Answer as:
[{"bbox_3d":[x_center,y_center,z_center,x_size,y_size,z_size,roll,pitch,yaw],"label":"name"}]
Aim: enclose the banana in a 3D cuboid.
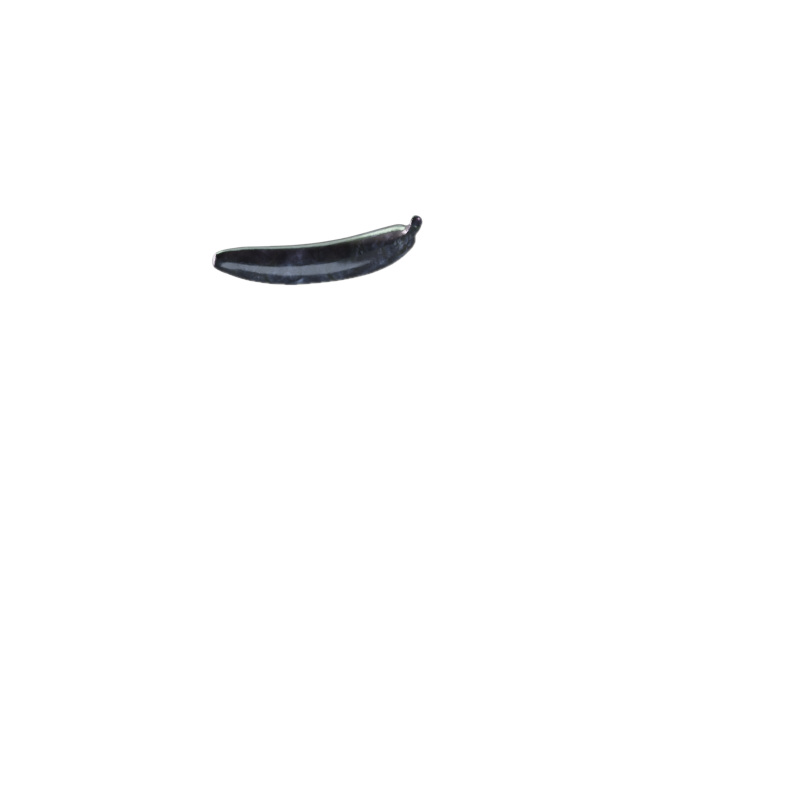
[{"bbox_3d":[-0.069,-0.134,1.004,0.200,0.039,0.064,-10,-34,15],"label":"banana"}]
